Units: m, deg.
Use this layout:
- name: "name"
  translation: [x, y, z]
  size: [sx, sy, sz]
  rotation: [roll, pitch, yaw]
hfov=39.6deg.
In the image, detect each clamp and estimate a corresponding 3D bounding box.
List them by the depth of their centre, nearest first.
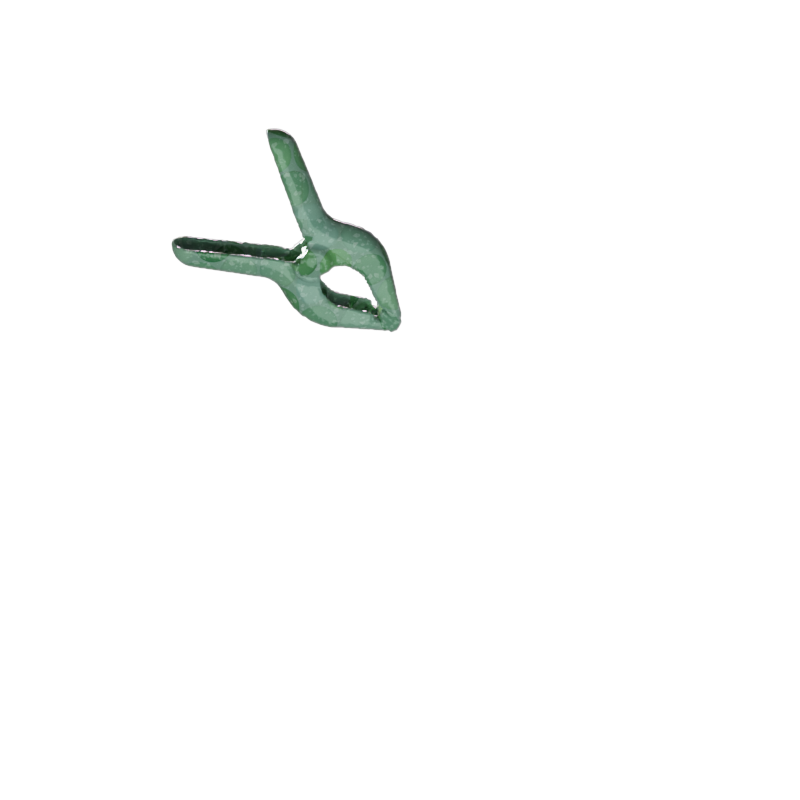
- name: "clamp"
  translation: [-0.061, -0.112, 0.783]
  size: [0.165, 0.117, 0.042]
  rotation: [27, 30, -17]
